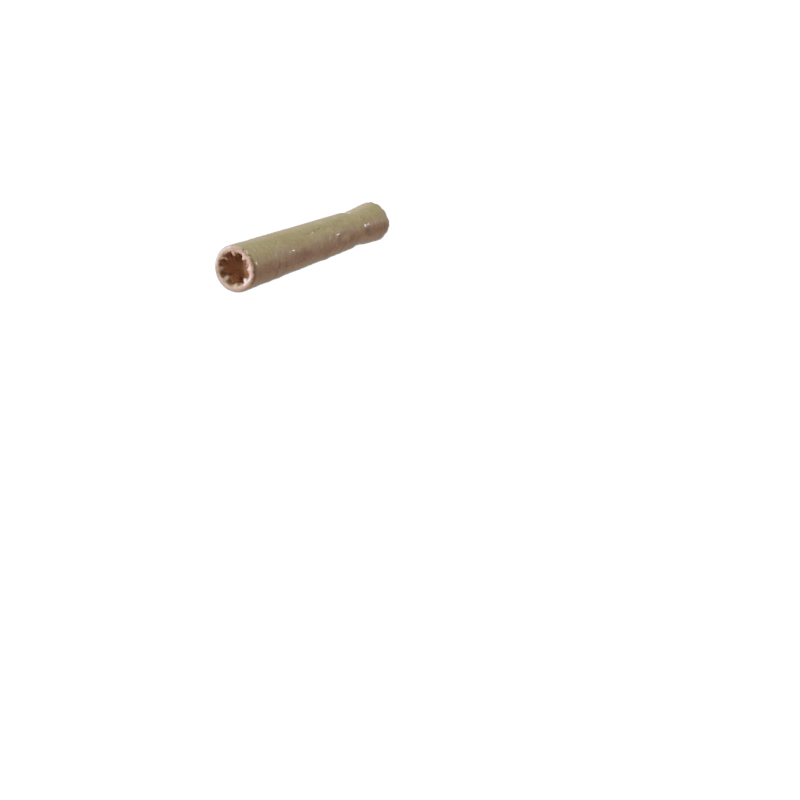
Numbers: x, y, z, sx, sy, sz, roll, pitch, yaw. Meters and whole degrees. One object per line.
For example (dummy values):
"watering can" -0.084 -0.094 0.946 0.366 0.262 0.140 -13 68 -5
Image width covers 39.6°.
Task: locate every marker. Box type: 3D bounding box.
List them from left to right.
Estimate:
"marker" -0.037 -0.068 0.474 0.020 0.019 0.120 2 18 27
